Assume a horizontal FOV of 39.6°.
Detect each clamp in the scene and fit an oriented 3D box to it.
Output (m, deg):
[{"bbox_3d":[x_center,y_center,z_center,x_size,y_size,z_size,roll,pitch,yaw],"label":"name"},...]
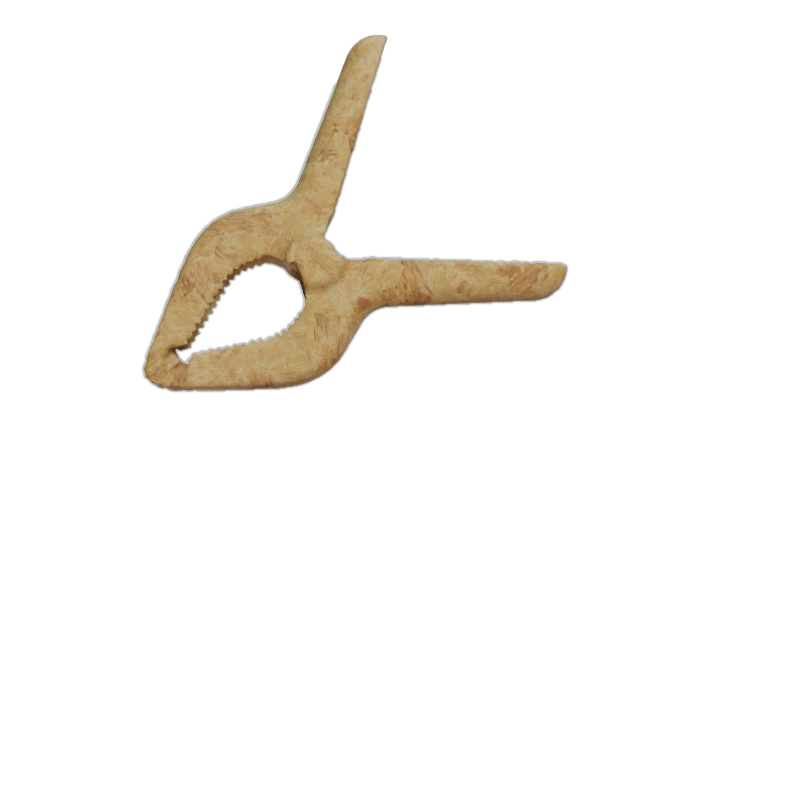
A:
[{"bbox_3d":[-0.044,-0.080,0.563,0.210,0.170,0.035,-29,-11,-6],"label":"clamp"}]
